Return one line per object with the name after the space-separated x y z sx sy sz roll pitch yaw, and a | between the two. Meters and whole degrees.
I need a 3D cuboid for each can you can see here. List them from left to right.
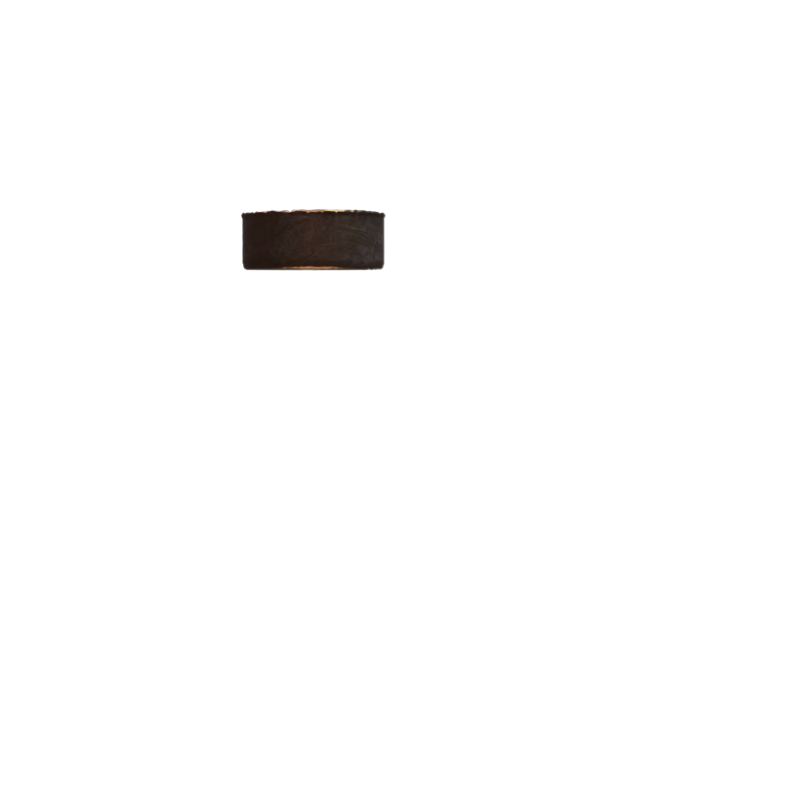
-0.051 -0.094 0.657 0.086 0.033 0.086 0 5 -2 | can
